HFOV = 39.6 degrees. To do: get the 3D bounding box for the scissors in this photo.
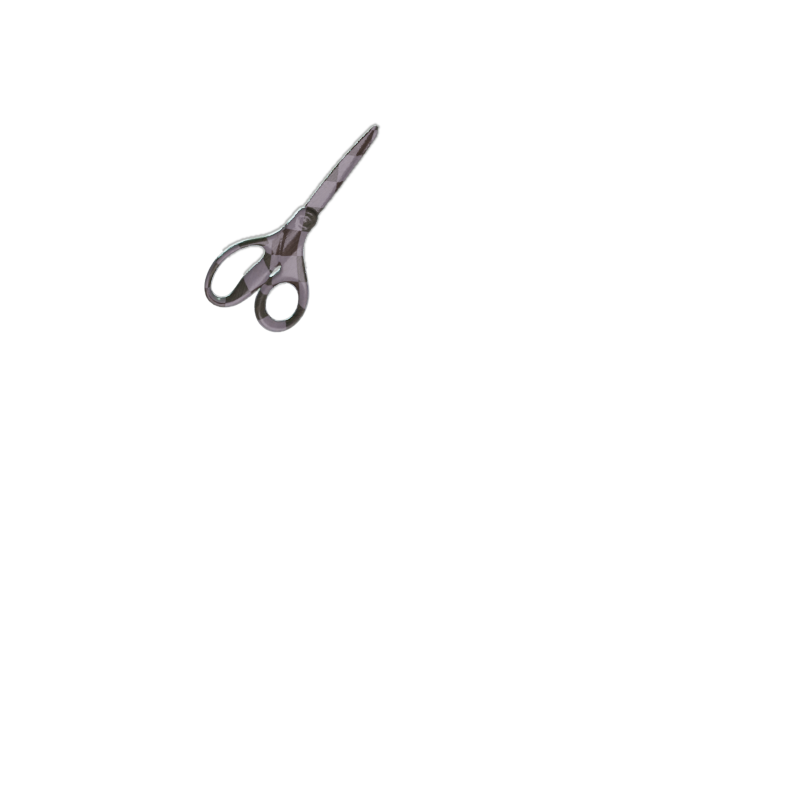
[{"bbox_3d":[-0.072,-0.131,0.916,0.201,0.092,0.016,-35,17,12],"label":"scissors"}]
